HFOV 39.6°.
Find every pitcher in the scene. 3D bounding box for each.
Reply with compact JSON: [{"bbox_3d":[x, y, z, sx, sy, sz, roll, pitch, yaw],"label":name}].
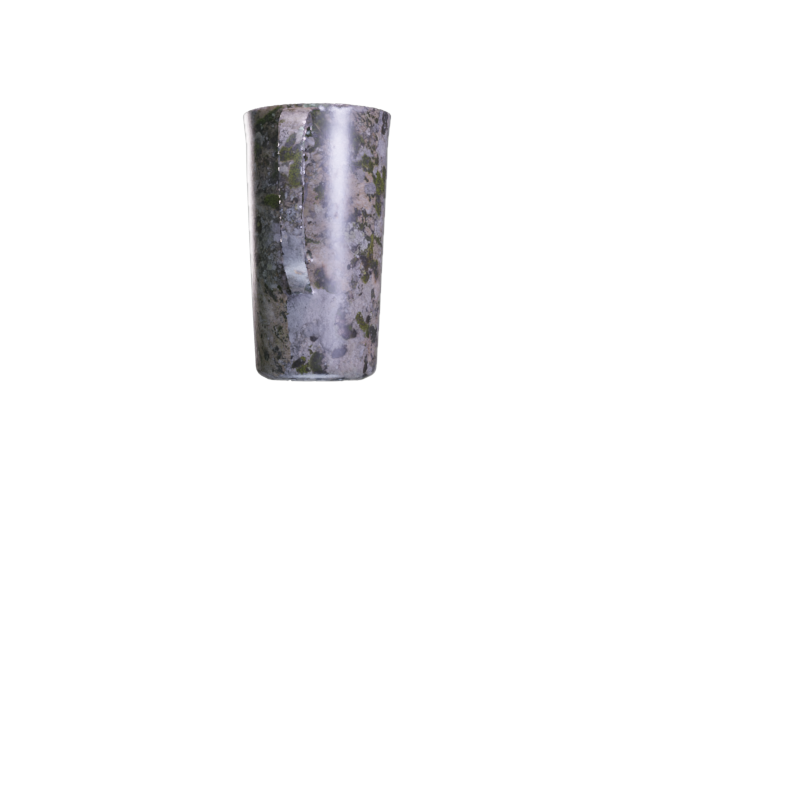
[{"bbox_3d":[-0.077,-0.140,0.982,0.143,0.245,0.150,1,-2,-37],"label":"pitcher"}]
